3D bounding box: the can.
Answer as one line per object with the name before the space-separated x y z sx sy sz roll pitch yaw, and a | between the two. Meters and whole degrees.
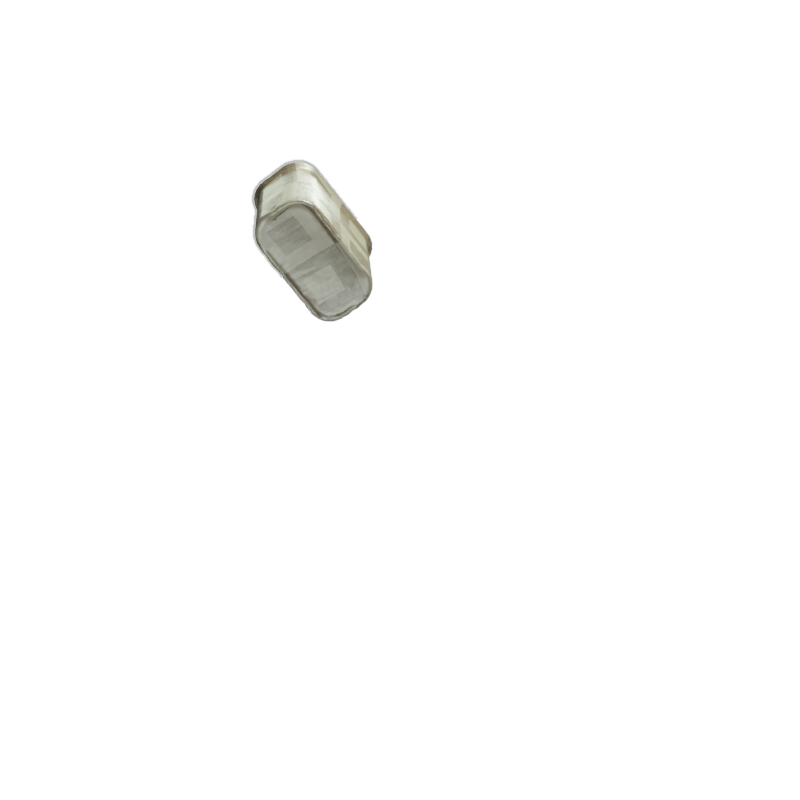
can | -0.064 -0.118 0.823 0.057 0.097 0.088 -35 21 13
